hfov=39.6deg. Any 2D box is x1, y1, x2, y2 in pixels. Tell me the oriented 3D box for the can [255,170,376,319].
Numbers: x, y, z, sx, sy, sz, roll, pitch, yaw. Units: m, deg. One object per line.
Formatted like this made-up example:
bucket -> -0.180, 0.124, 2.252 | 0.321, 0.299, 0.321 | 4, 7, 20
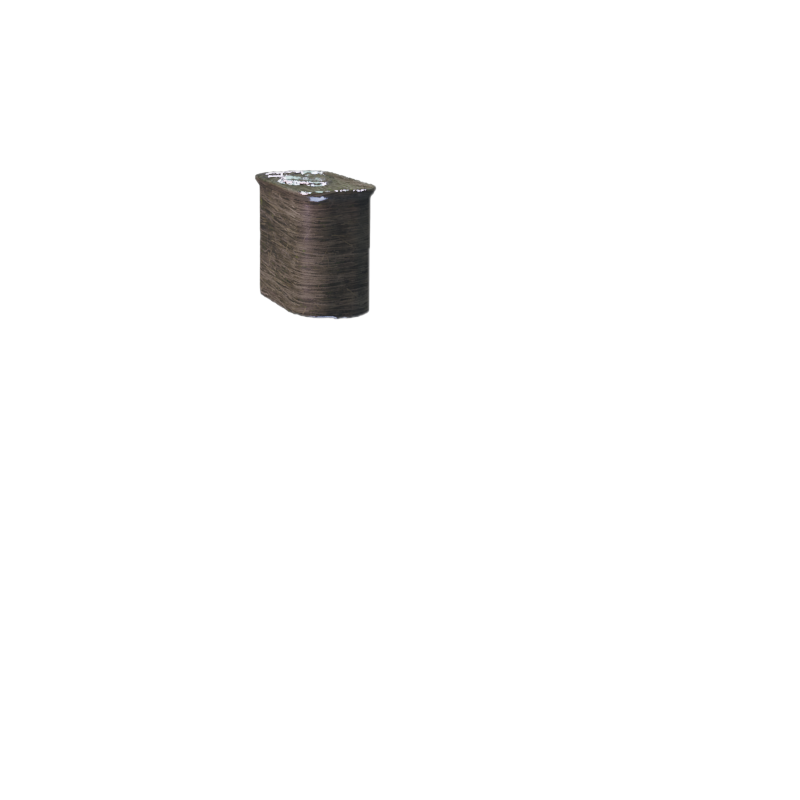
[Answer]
can -> -0.058, -0.106, 0.740 | 0.056, 0.081, 0.108 | -6, 17, -25
